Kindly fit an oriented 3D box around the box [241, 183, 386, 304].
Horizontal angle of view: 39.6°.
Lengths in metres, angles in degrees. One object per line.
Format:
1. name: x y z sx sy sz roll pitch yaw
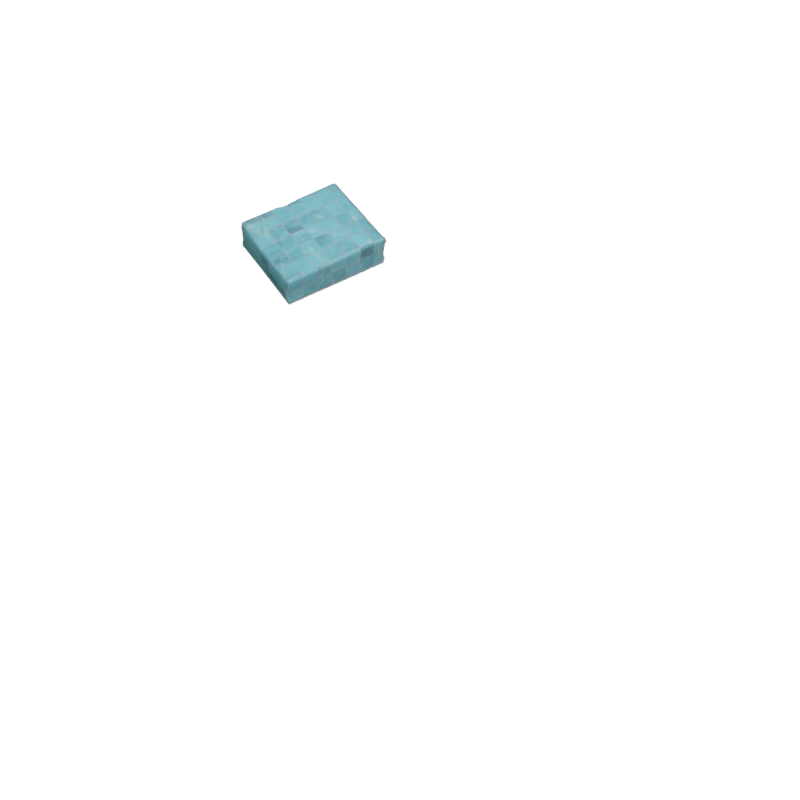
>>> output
1. box: -0.067 -0.122 0.857 0.089 0.079 0.028 -26 -35 -20
